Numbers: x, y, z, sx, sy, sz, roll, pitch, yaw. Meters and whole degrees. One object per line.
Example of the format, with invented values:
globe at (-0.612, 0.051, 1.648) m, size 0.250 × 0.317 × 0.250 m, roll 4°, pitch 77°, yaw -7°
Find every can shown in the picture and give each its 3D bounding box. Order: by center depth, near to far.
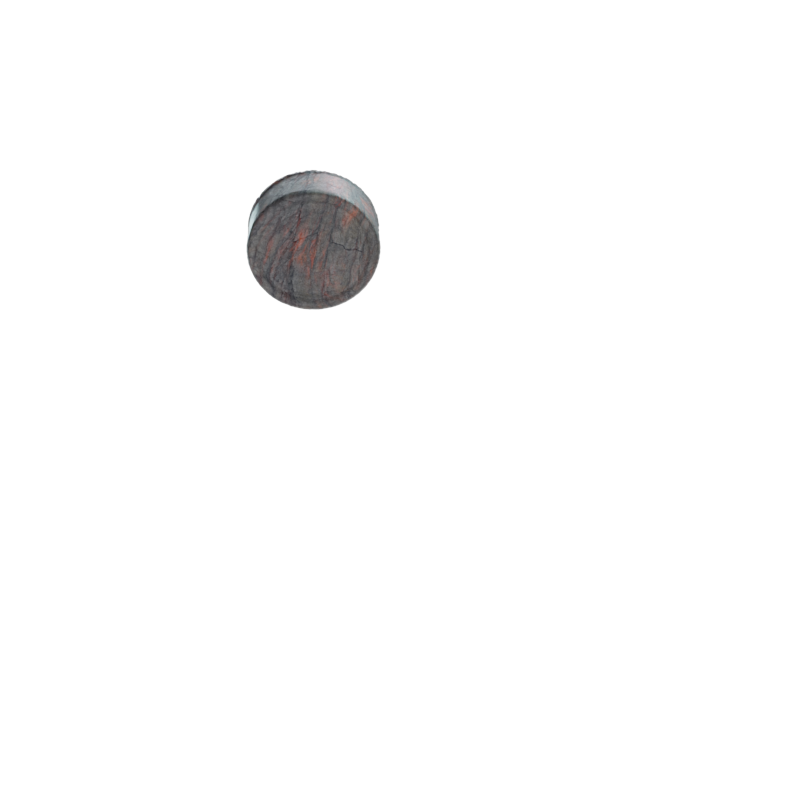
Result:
can at (-0.056, -0.101, 0.709) m, size 0.086 × 0.081 × 0.036 m, roll 1°, pitch 30°, yaw -1°
